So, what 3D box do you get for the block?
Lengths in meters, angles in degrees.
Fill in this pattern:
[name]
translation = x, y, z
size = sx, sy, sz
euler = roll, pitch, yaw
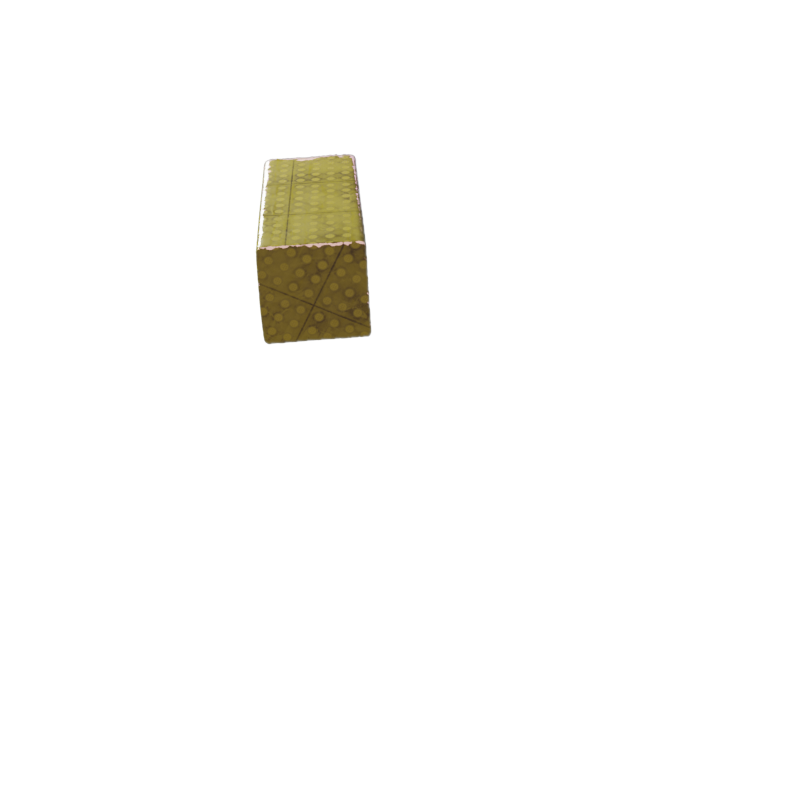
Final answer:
[block]
translation = -0.078, -0.142, 0.990
size = 0.091, 0.085, 0.219
euler = -4, 30, -1
